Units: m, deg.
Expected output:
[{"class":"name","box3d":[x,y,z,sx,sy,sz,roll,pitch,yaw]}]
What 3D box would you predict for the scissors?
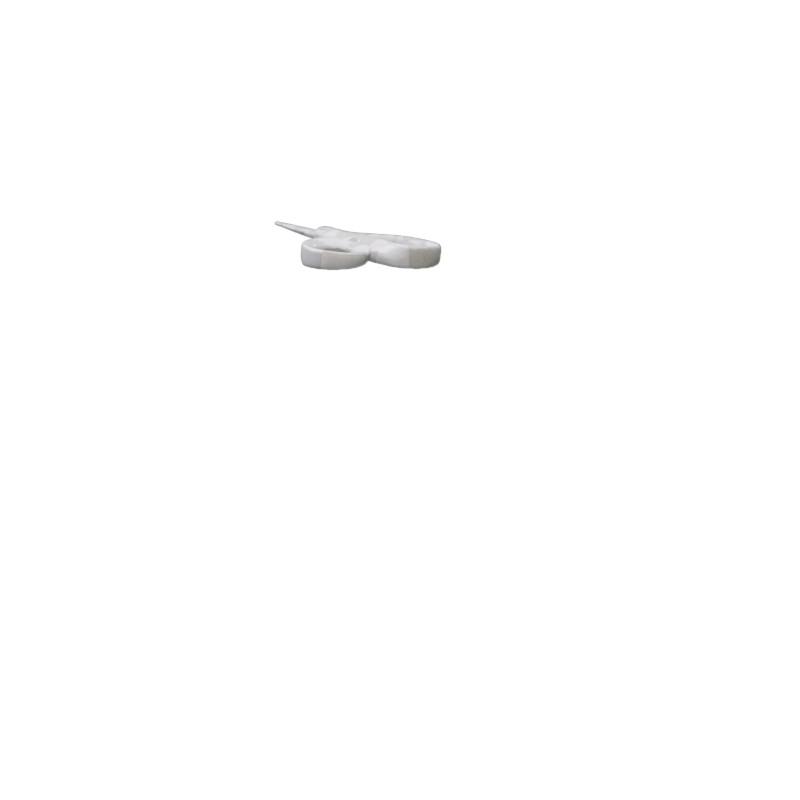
[{"class":"scissors","box3d":[-0.059,-0.108,0.754,0.094,0.015,0.213,-13,20,-39]}]
